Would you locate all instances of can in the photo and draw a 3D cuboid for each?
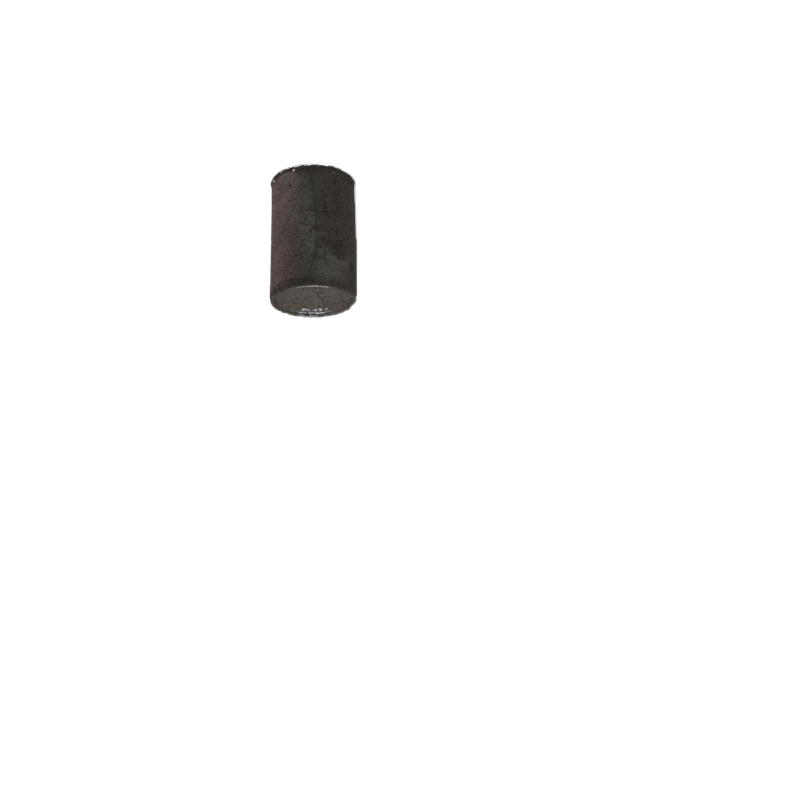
[{"bbox_3d":[-0.067,-0.123,0.861,0.068,0.108,0.065,0,-22,-2],"label":"can"}]
